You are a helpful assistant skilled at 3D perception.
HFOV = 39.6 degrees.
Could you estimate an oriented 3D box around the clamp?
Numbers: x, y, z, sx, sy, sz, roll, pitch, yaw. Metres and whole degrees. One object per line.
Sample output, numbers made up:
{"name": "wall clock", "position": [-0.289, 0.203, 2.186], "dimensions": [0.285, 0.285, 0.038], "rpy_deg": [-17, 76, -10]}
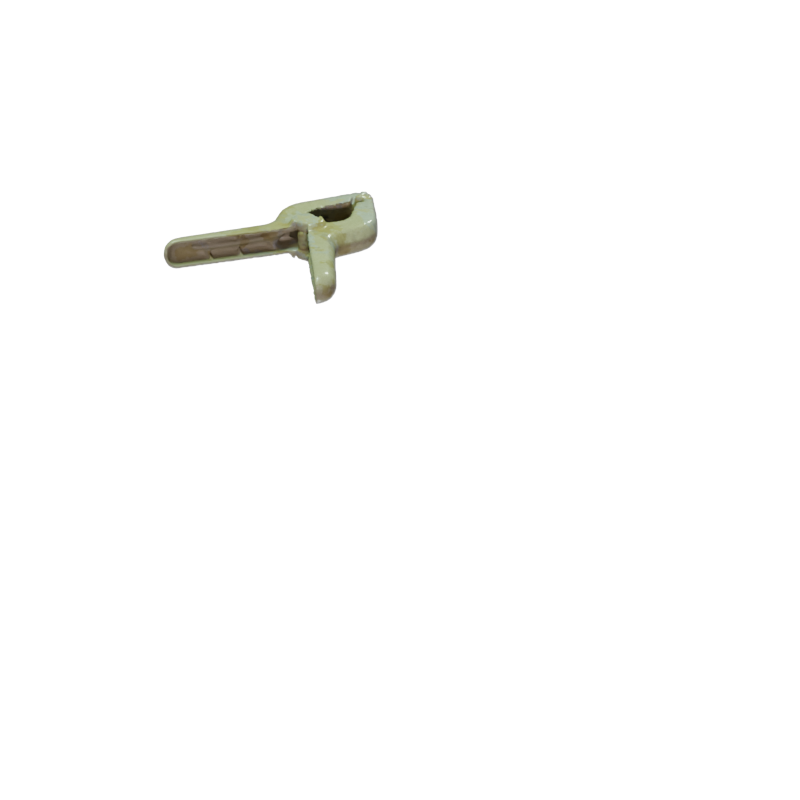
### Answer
{"name": "clamp", "position": [-0.075, -0.137, 0.957], "dimensions": [0.174, 0.034, 0.209], "rpy_deg": [20, 33, 33]}
